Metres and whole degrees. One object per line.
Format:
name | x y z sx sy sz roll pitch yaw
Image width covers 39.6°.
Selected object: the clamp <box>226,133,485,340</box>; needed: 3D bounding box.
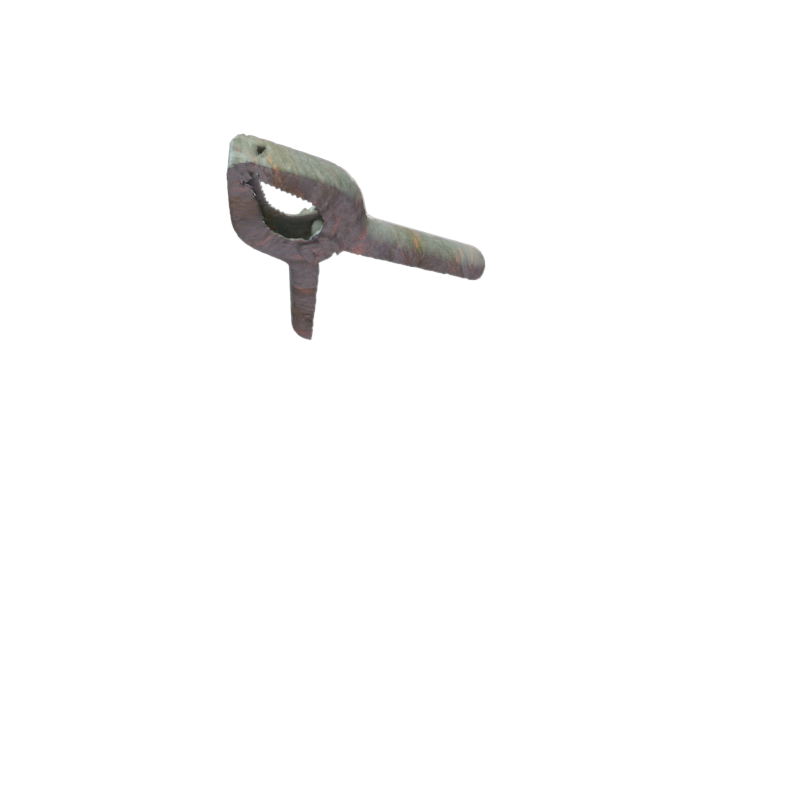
clamp | -0.062 -0.113 0.793 0.165 0.039 0.196 -25 -41 32
